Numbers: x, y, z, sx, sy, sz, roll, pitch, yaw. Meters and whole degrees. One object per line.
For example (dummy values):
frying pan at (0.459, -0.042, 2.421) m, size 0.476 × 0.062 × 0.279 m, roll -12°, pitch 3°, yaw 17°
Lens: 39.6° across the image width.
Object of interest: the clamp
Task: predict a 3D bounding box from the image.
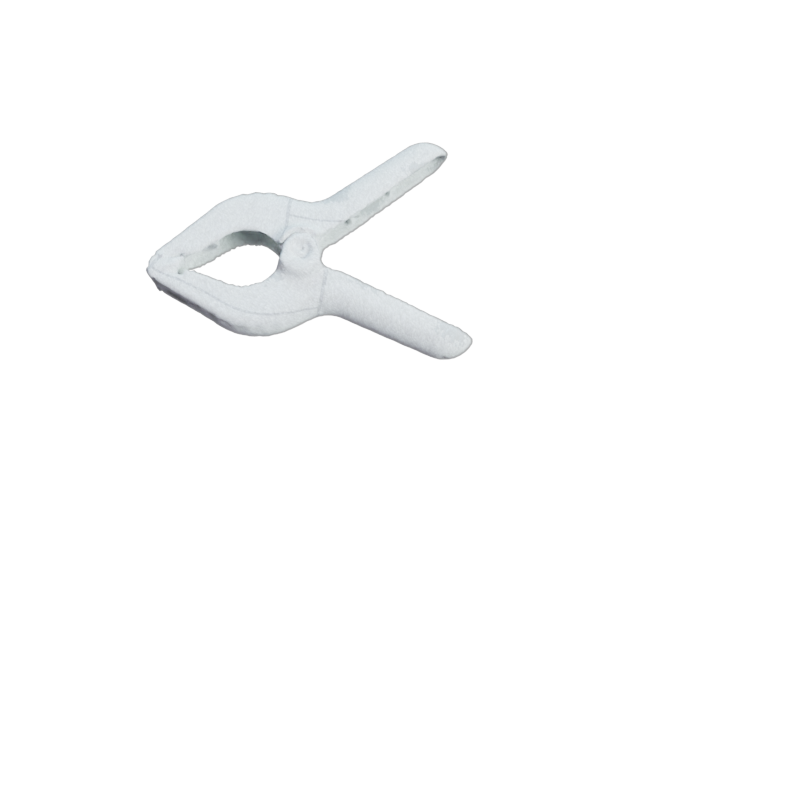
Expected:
clamp at (-0.046, -0.085, 0.593) m, size 0.172 × 0.127 × 0.037 m, roll 3°, pitch -25°, yaw 1°
